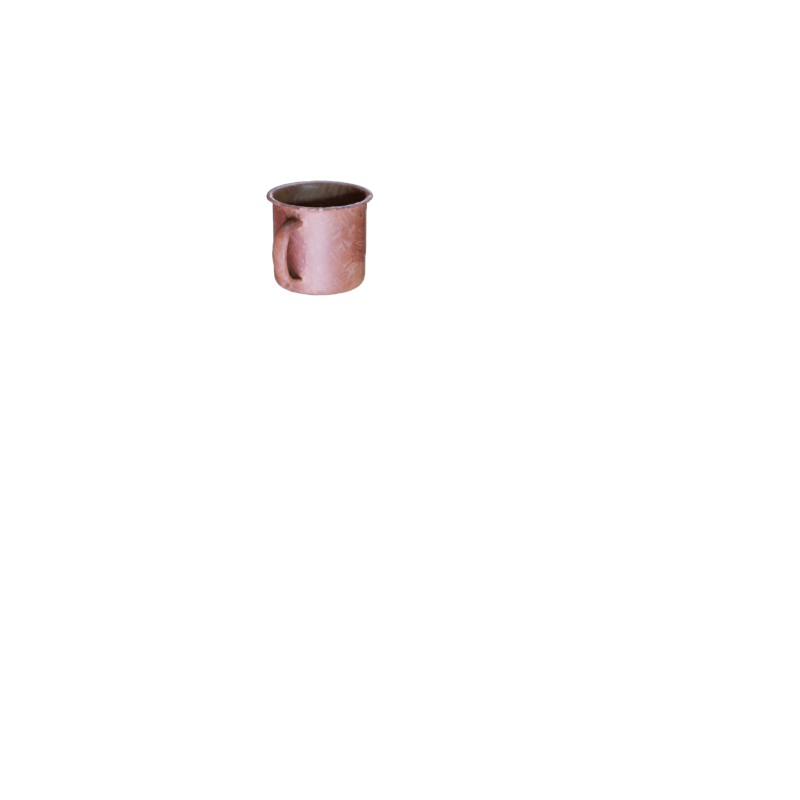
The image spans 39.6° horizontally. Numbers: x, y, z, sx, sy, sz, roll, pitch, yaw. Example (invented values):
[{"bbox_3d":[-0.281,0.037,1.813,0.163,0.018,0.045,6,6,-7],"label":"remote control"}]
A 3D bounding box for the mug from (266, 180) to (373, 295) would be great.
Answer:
[{"bbox_3d":[-0.076,-0.138,0.966,0.097,0.078,0.118,10,25,22],"label":"mug"}]
